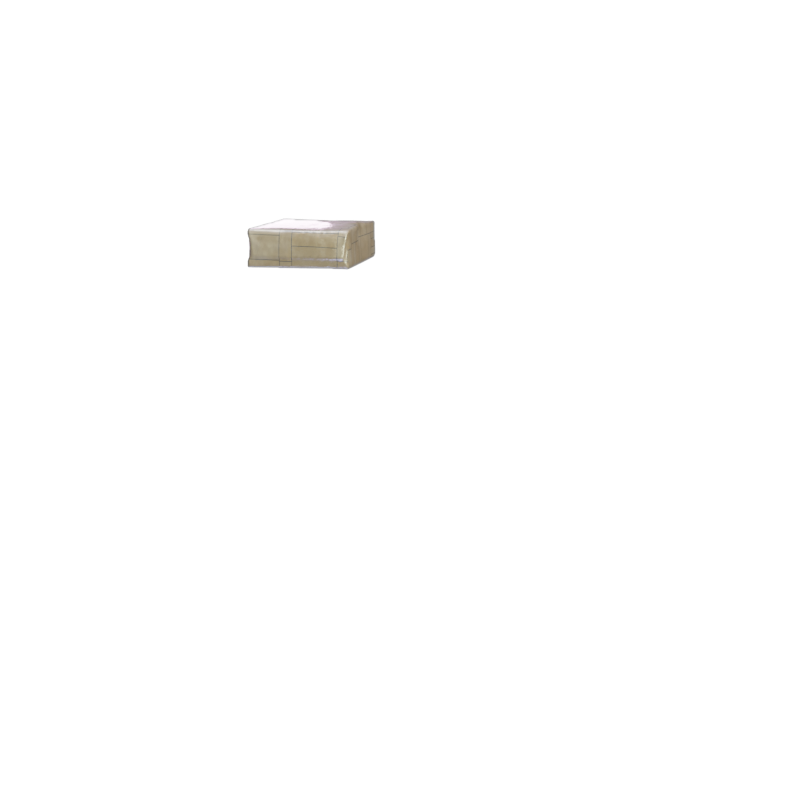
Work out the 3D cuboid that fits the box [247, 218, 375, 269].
[{"bbox_3d":[-0.063,-0.114,0.800,0.075,0.029,0.089,3,13,13],"label":"box"}]
